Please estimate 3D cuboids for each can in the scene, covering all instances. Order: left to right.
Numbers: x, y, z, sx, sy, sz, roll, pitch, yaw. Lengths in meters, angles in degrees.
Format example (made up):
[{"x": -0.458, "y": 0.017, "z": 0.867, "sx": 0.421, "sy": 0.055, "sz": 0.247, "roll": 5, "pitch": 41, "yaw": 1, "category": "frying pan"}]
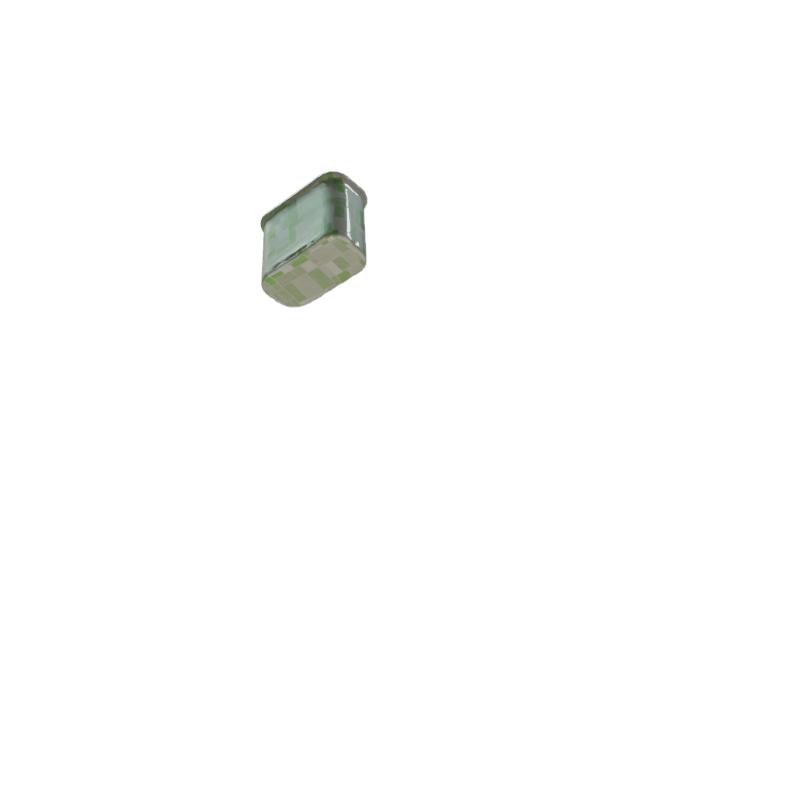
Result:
[{"x": -0.077, "y": -0.141, "z": 0.984, "sx": 0.101, "sy": 0.090, "sz": 0.054, "roll": -31, "pitch": -50, "yaw": 26, "category": "can"}]
